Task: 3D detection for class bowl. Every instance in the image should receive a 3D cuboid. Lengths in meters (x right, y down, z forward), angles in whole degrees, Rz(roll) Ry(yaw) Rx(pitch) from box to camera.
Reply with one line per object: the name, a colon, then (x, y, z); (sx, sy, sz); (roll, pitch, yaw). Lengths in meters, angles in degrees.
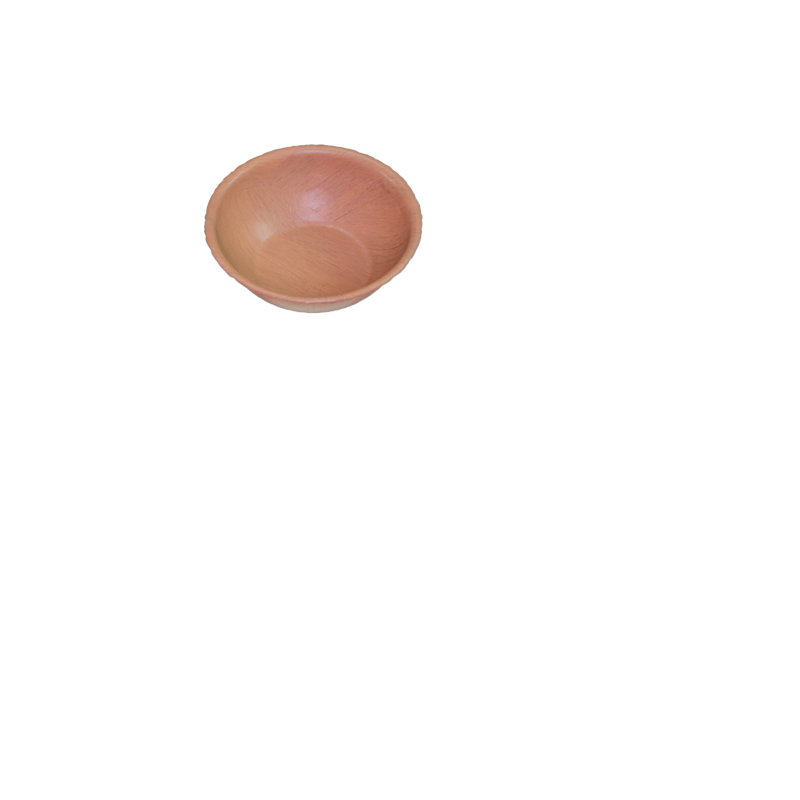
bowl: (-0.066, -0.120, 0.839); (0.162, 0.174, 0.051); (-1, -39, -1)
